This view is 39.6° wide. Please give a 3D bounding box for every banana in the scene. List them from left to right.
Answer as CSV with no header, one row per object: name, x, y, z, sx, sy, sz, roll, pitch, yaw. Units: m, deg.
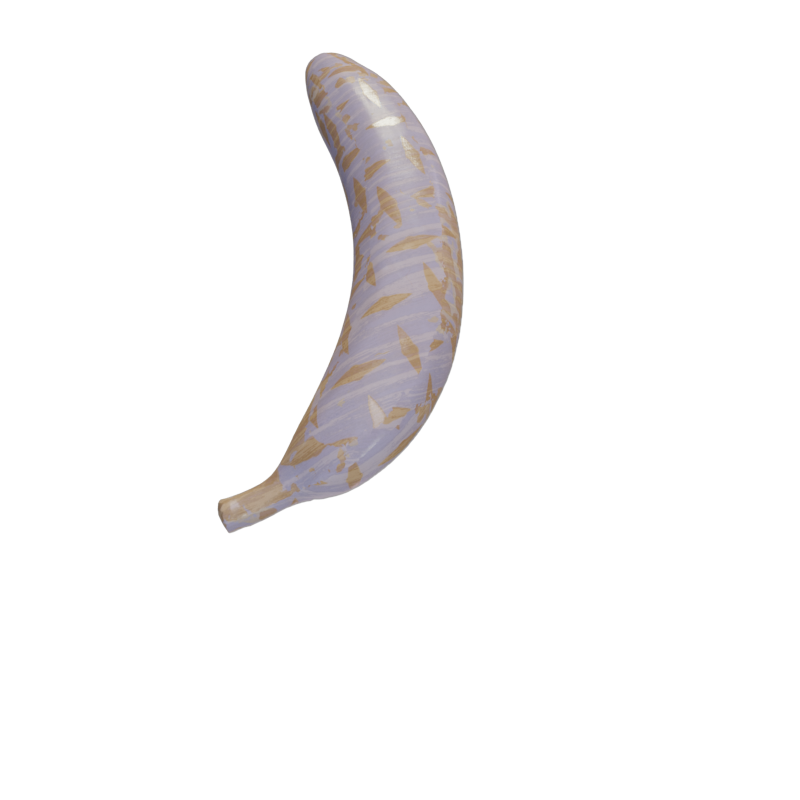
banana,-0.012,-0.049,0.382,0.070,0.210,0.034,5,-34,3
